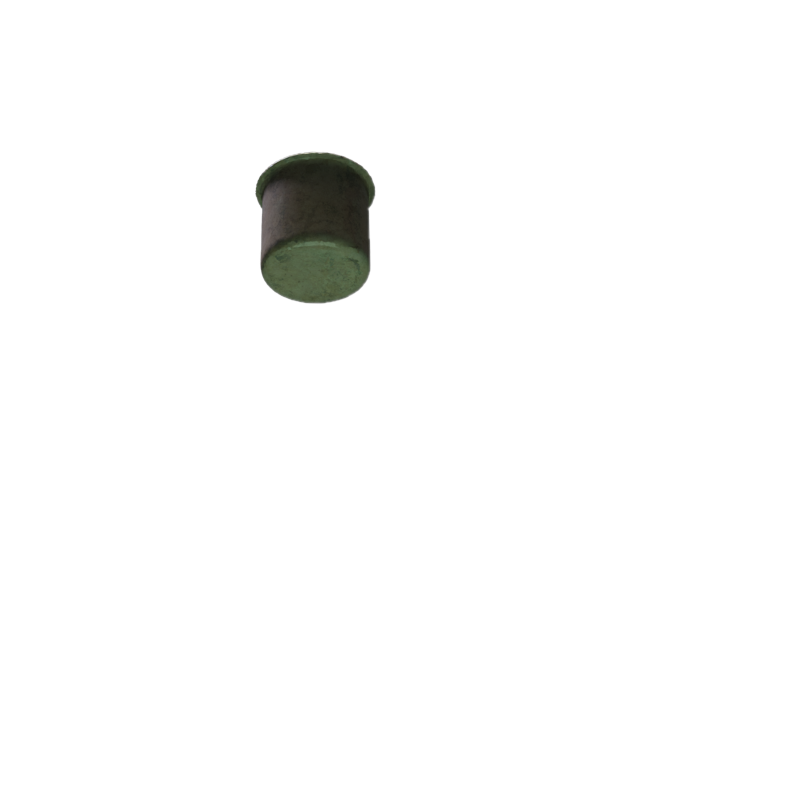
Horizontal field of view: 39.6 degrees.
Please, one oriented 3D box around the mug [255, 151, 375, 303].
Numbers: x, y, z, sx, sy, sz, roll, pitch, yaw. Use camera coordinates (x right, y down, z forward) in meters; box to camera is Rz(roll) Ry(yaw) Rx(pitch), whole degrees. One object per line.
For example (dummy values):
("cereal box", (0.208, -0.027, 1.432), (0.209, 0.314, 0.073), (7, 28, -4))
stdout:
("mug", (-0.066, -0.121, 0.847), (0.092, 0.087, 0.111), (5, -34, -9))
